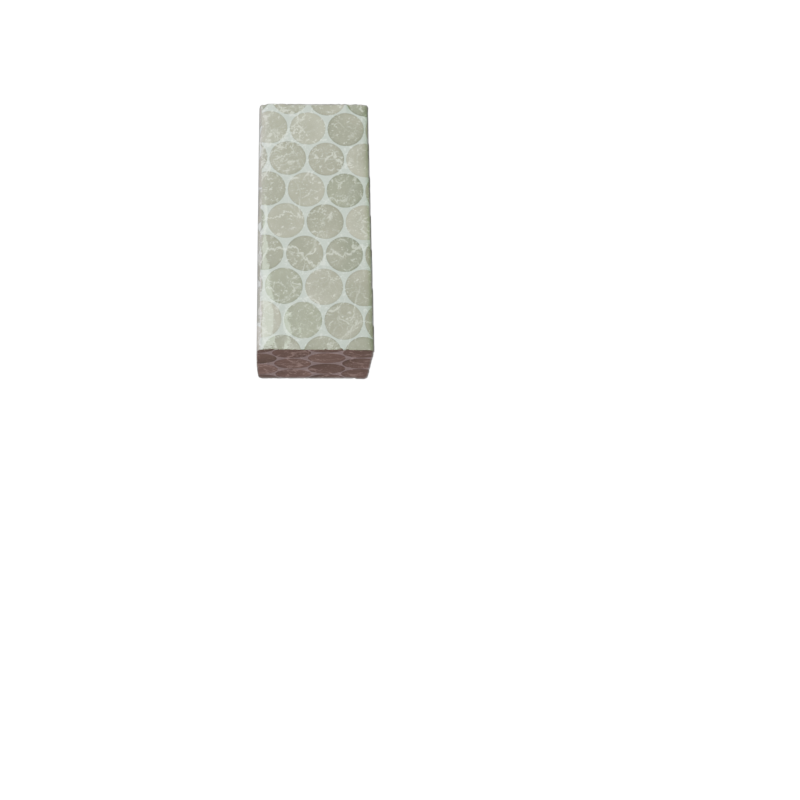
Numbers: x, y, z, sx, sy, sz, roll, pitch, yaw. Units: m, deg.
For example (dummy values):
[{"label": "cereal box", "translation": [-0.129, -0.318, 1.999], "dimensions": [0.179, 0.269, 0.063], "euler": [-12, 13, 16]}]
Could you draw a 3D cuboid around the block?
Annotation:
[{"label": "block", "translation": [-0.071, -0.129, 0.900], "dimensions": [0.090, 0.216, 0.086], "euler": [0, -19, -4]}]
